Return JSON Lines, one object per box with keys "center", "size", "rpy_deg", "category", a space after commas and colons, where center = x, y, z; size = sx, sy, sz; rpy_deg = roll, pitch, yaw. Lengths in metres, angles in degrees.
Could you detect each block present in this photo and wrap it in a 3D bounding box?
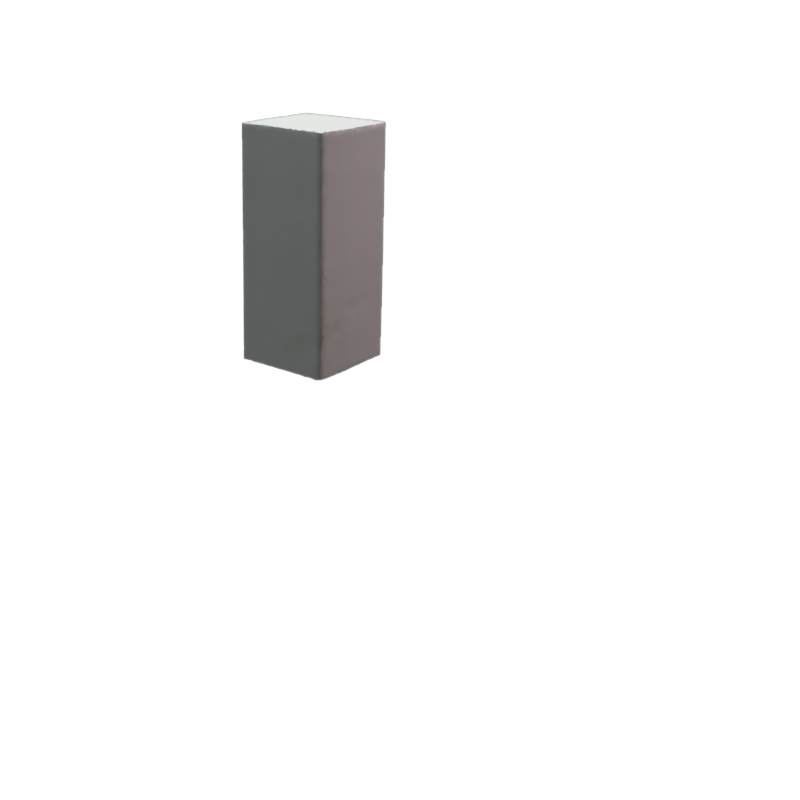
{"center": [-0.073, -0.135, 0.944], "size": [0.095, 0.199, 0.089], "rpy_deg": [12, 19, 36], "category": "block"}
